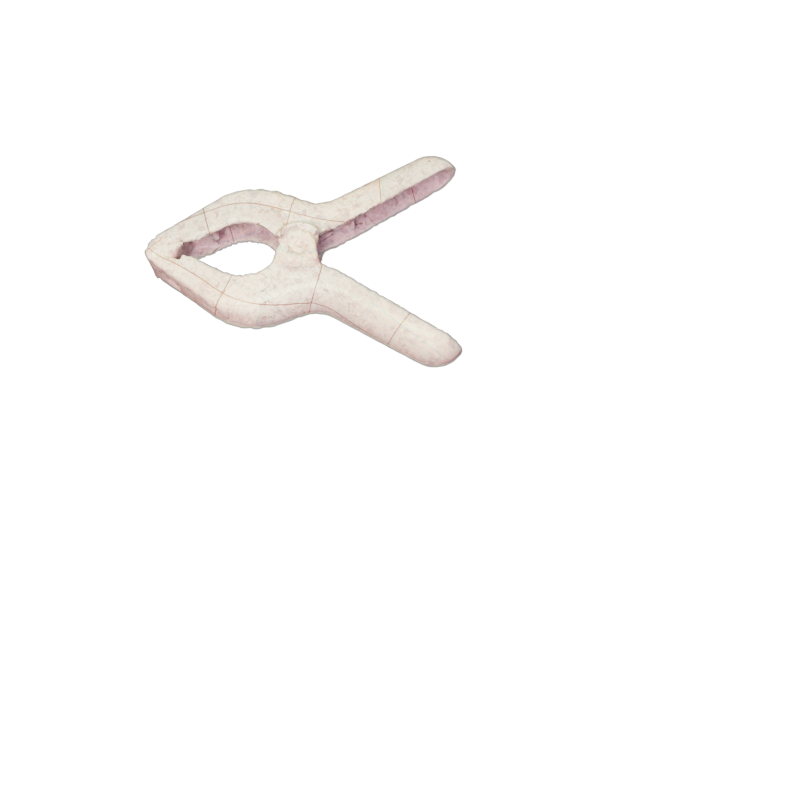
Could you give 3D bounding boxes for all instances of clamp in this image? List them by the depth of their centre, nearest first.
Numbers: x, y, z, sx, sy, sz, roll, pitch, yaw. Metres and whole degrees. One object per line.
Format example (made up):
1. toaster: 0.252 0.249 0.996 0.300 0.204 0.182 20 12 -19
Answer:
1. clamp: -0.047 -0.085 0.595 0.173 0.127 0.037 9 -30 5
